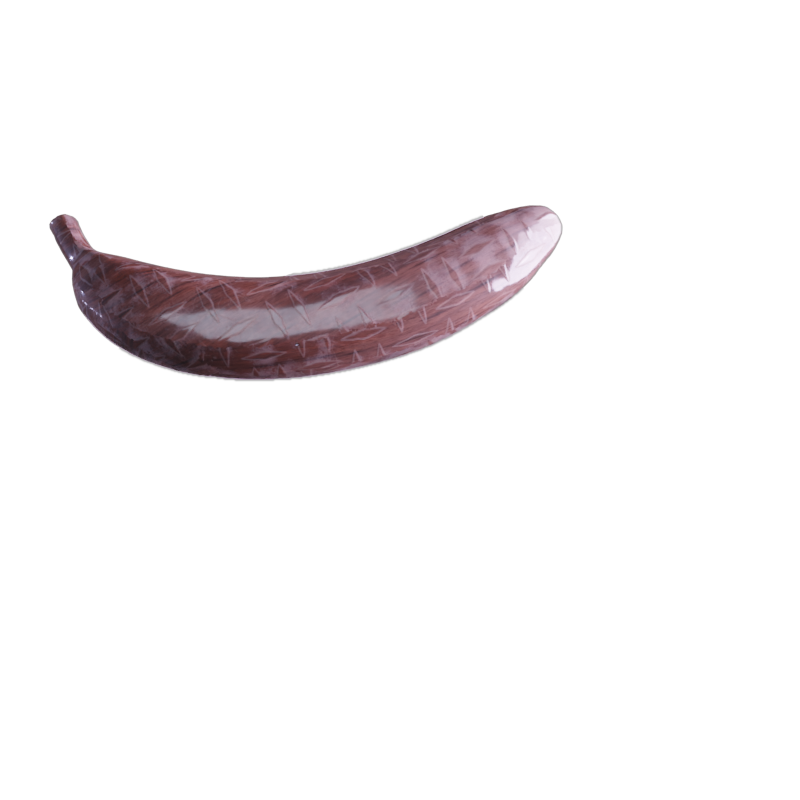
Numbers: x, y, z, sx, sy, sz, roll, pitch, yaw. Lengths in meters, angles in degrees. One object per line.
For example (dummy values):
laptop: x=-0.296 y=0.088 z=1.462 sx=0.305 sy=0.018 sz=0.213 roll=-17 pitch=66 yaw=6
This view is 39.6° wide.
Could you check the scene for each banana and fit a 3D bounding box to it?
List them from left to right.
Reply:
banana: x=-0.036 y=-0.041 z=0.411 sx=0.198 sy=0.073 sz=0.035 roll=0 pitch=-19 yaw=0
